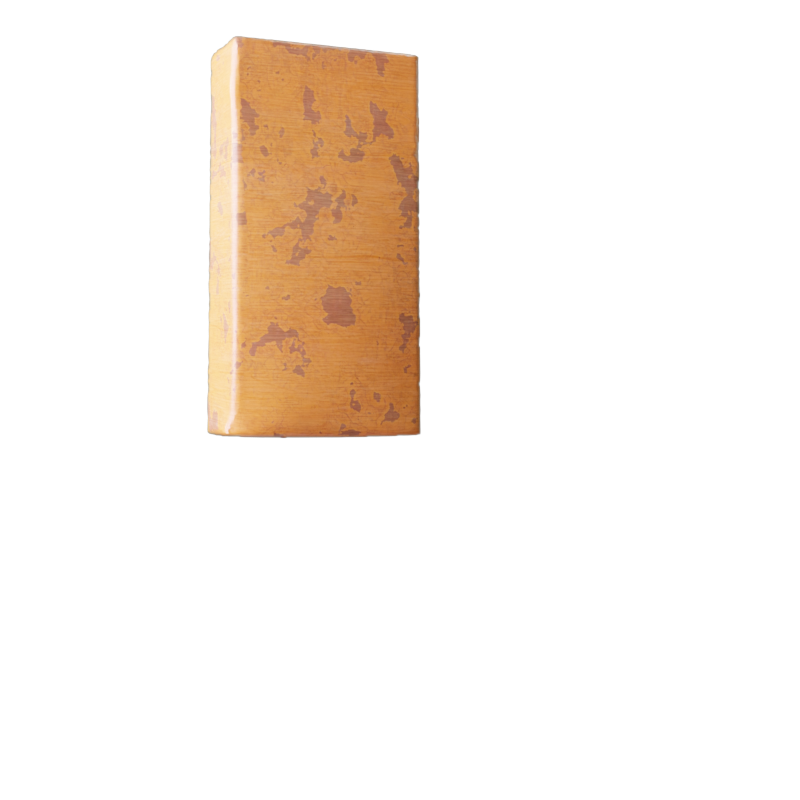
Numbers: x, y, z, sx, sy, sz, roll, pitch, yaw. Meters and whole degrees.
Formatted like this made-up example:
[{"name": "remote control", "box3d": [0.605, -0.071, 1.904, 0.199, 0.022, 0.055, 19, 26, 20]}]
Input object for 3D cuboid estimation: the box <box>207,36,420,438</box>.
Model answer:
[{"name": "box", "box3d": [-0.040, -0.073, 0.509, 0.091, 0.179, 0.049, 2, -7, -23]}]
